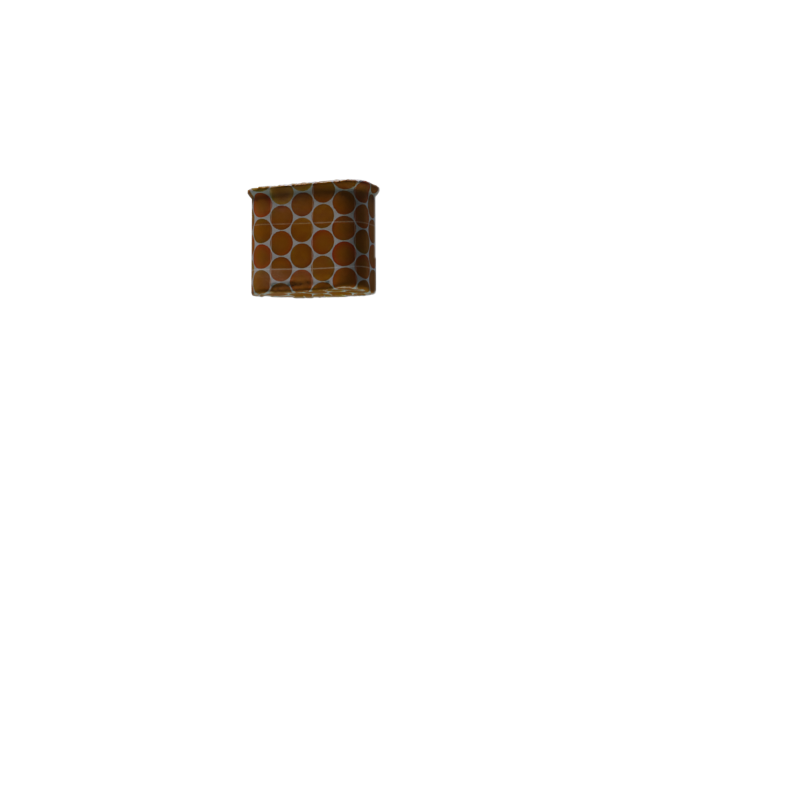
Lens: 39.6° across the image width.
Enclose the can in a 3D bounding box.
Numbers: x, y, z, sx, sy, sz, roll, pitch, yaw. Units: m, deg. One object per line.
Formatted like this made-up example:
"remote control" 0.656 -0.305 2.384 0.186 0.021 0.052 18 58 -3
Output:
"can" -0.068 -0.123 0.865 0.104 0.085 0.055 -2 -6 22
